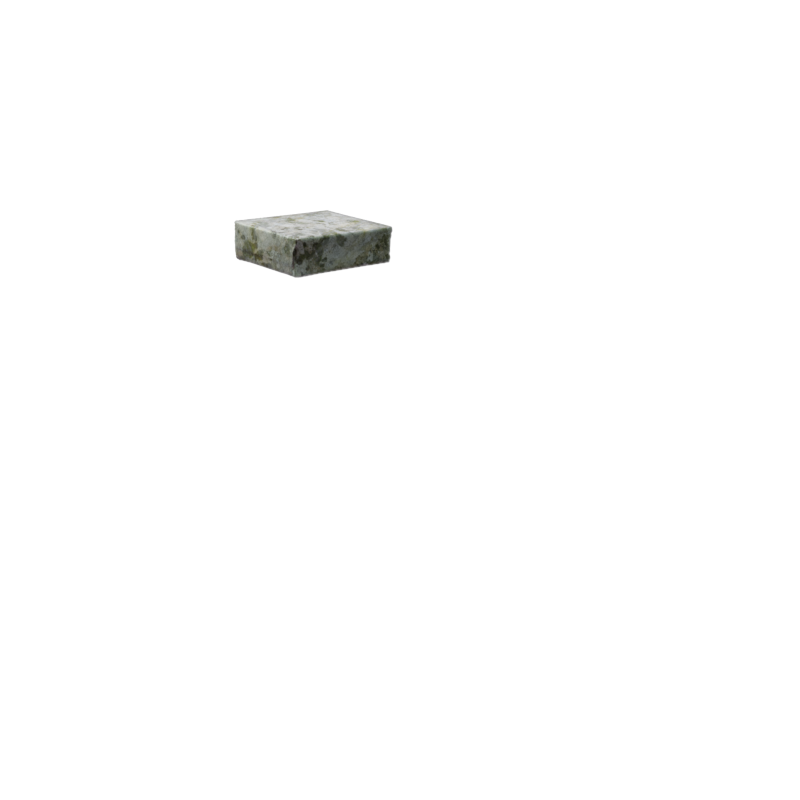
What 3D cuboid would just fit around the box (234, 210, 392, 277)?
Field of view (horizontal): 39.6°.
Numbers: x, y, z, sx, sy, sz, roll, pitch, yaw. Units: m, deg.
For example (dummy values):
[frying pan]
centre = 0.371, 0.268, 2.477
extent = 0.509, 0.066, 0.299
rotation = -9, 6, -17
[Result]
[box]
centre = -0.077, -0.141, 0.987
extent = 0.111, 0.037, 0.095
rotation = -17, 25, -39
